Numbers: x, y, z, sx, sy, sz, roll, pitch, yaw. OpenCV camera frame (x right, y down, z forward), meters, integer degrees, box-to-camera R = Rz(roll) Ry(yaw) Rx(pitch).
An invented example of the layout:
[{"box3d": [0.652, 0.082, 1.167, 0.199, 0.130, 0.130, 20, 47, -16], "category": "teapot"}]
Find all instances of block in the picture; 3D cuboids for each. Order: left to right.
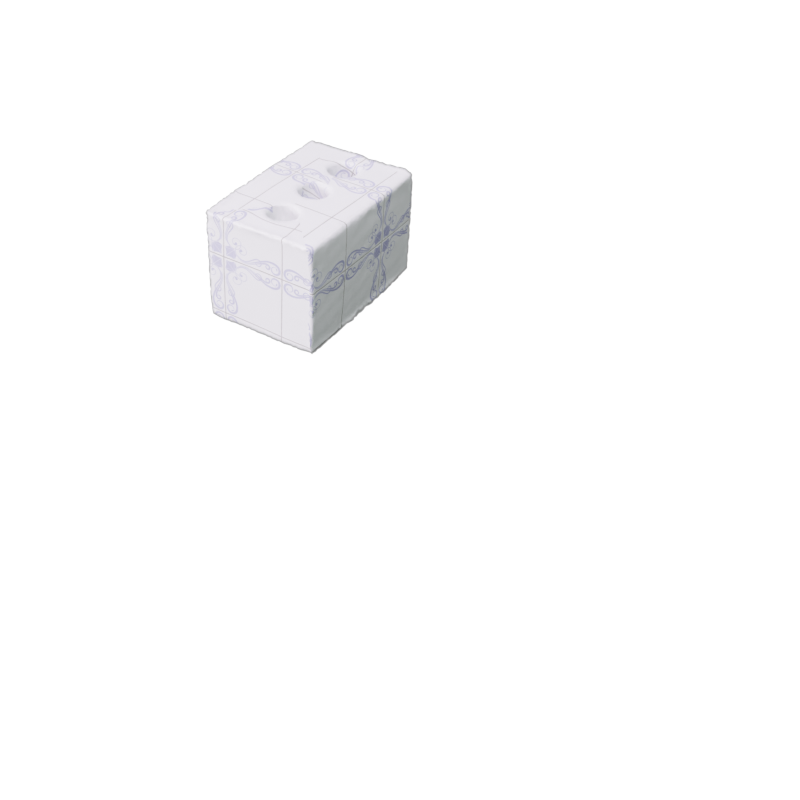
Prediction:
[{"box3d": [-0.036, -0.066, 0.463, 0.055, 0.048, 0.079, 20, 41, 24], "category": "block"}]
